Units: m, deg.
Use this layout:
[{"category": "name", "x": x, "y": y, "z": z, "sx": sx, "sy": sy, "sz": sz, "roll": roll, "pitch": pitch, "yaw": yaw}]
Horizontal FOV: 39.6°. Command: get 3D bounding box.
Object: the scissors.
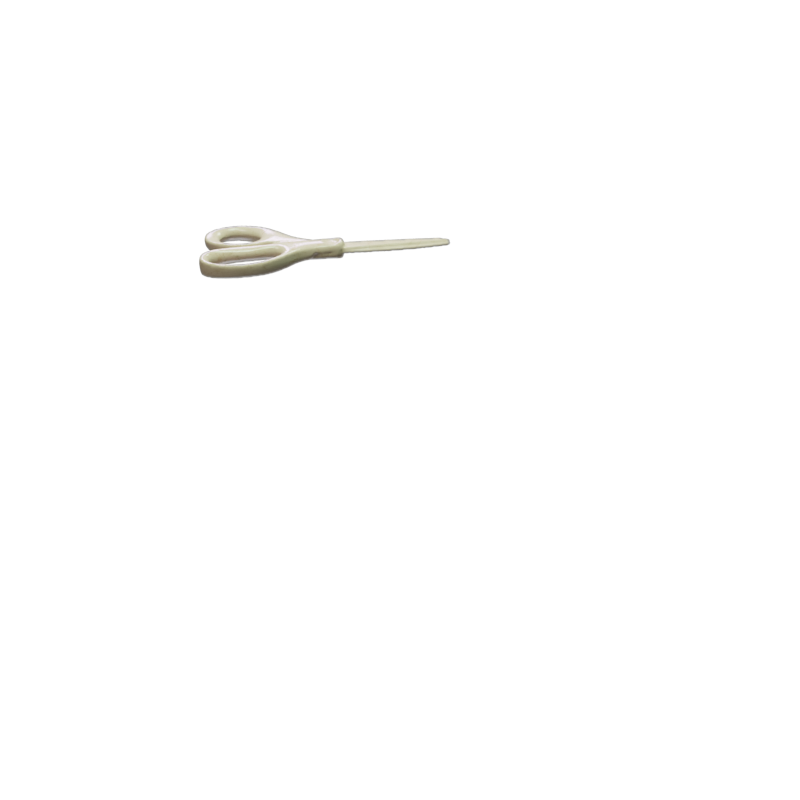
[{"category": "scissors", "x": -0.070, "y": -0.128, "z": 0.899, "sx": 0.198, "sy": 0.015, "sz": 0.103, "roll": -13, "pitch": 30, "yaw": -23}]
